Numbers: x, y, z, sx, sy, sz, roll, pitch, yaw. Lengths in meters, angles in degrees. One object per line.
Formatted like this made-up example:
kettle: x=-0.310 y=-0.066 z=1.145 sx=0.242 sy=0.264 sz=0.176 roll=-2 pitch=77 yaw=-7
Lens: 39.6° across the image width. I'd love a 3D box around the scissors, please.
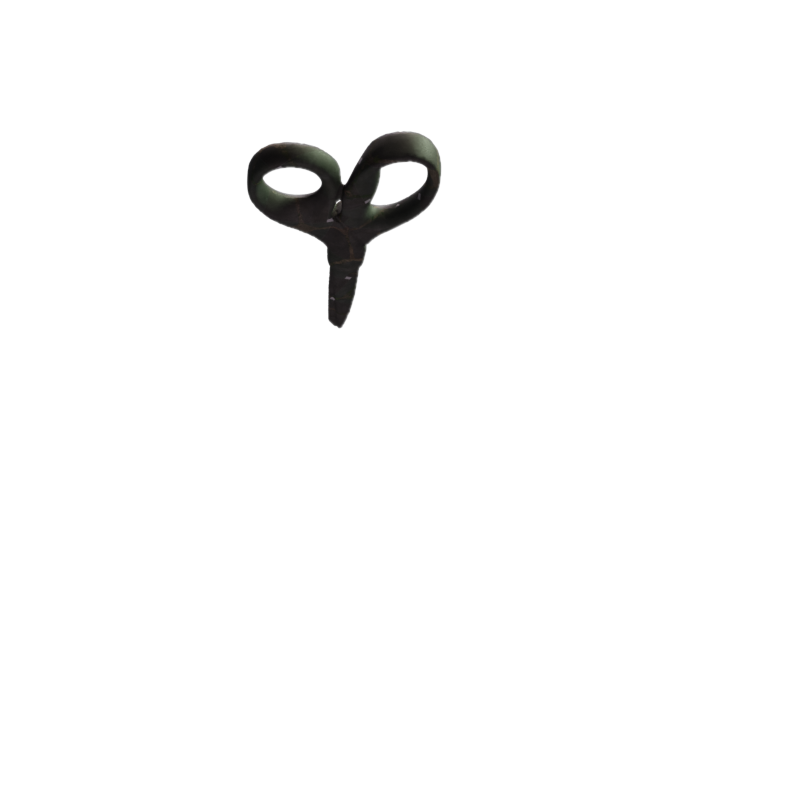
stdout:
scissors: x=-0.044 y=-0.080 z=0.557 sx=0.094 sy=0.017 sz=0.197 roll=8 pitch=-22 yaw=-19
